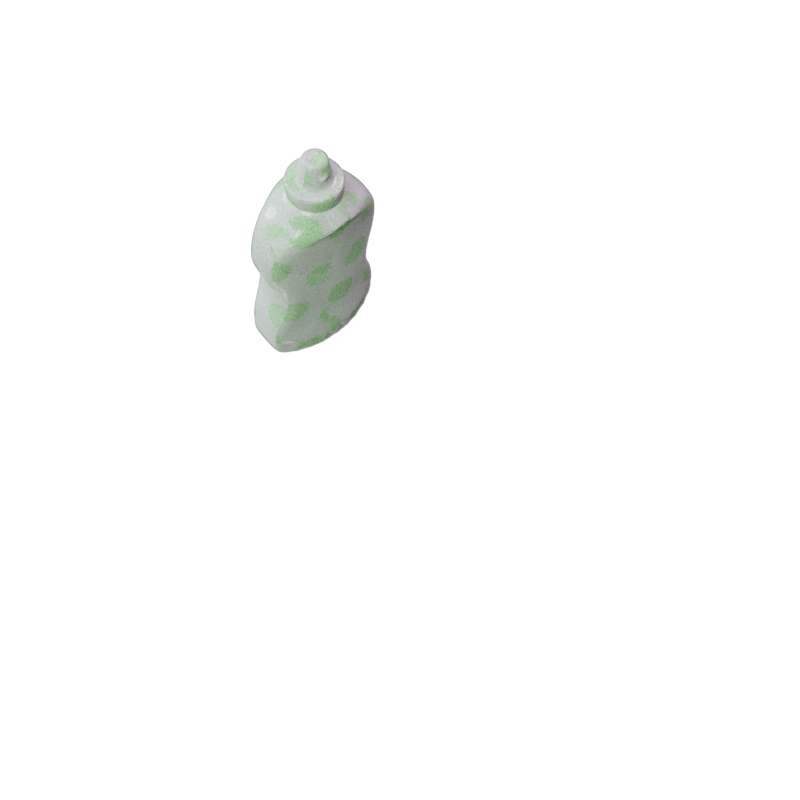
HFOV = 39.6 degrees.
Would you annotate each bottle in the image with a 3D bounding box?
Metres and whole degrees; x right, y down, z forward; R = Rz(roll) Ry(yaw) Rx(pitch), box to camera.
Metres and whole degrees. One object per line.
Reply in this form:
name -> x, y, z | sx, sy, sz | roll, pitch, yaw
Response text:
bottle -> -0.062, -0.113, 0.796 | 0.096, 0.062, 0.180 | -34, -22, -21
